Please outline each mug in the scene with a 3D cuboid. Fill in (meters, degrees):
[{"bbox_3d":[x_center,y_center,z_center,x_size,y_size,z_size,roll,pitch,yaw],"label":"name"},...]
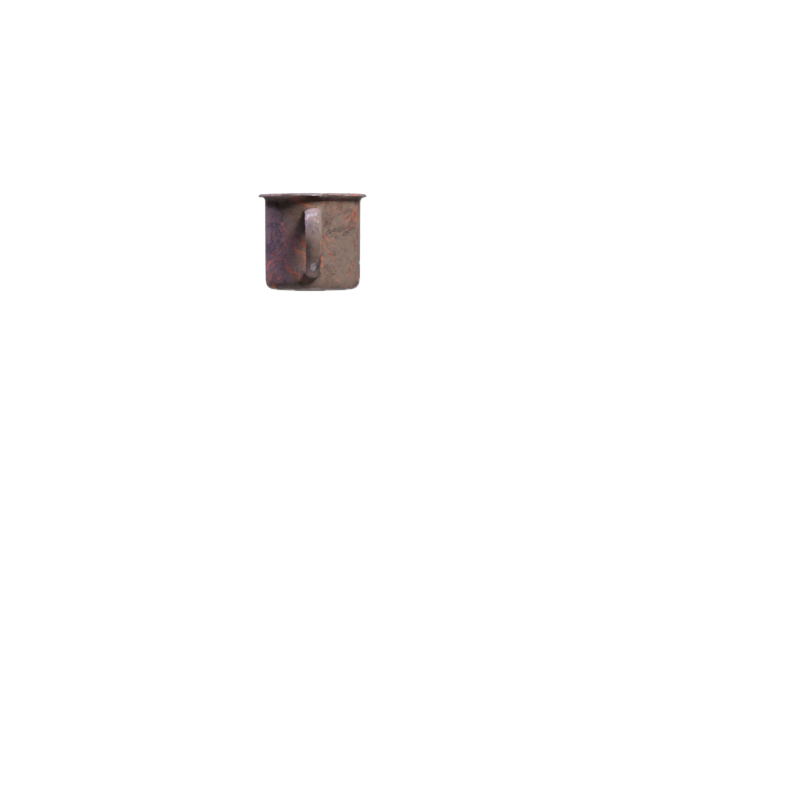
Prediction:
[{"bbox_3d":[-0.074,-0.135,0.944,0.093,0.081,0.119,0,6,-6],"label":"mug"}]
